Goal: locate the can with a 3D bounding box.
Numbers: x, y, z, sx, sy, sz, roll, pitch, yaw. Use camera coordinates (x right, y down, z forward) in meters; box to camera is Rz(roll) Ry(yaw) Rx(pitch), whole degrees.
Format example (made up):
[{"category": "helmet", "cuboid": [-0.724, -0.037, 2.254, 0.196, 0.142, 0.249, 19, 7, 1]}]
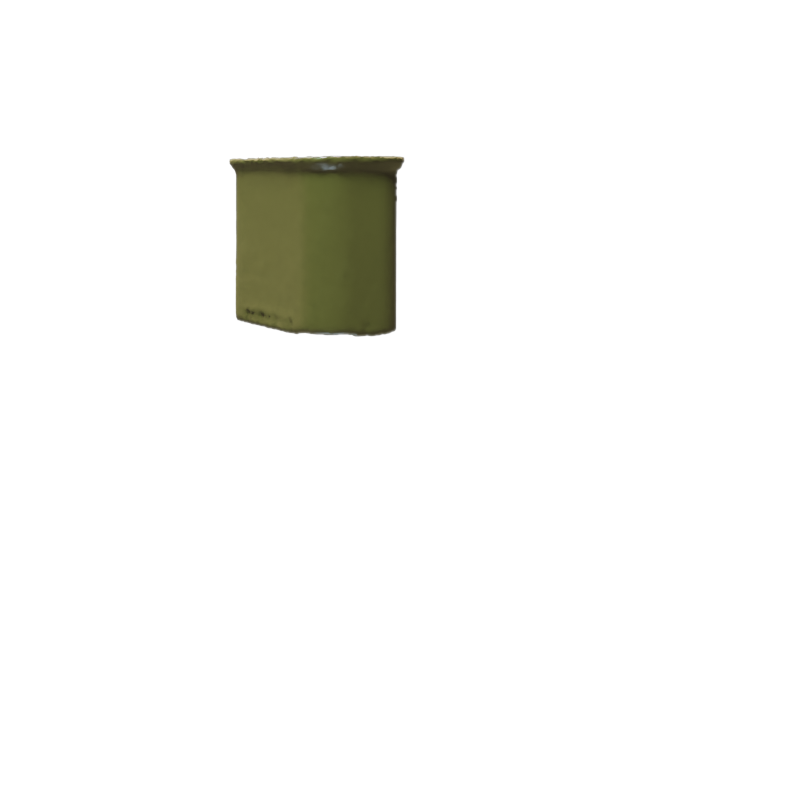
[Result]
[{"category": "can", "cuboid": [-0.043, -0.079, 0.551, 0.056, 0.083, 0.107, -4, 9, -33]}]
